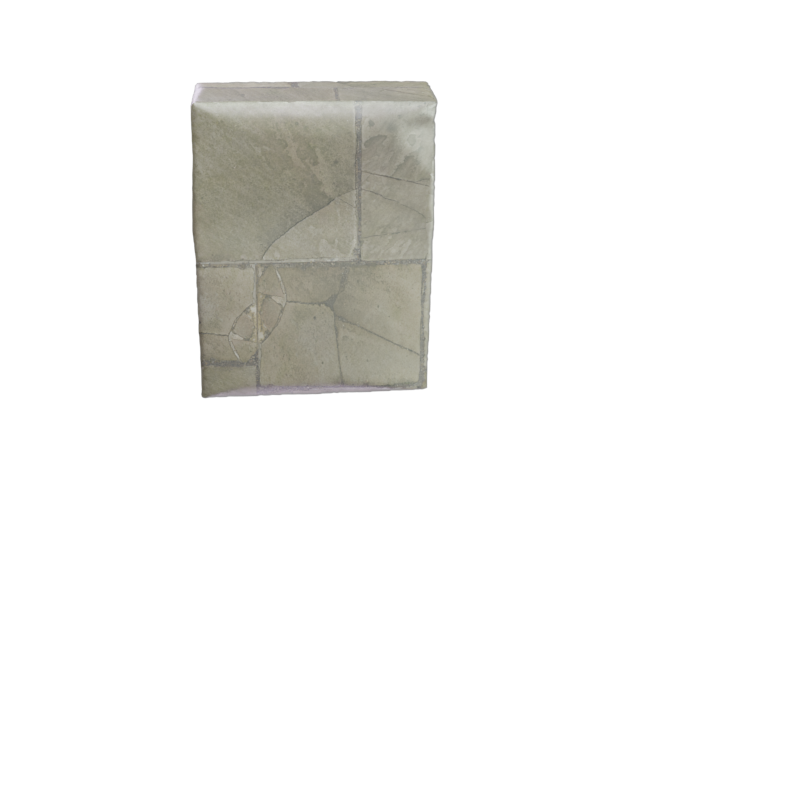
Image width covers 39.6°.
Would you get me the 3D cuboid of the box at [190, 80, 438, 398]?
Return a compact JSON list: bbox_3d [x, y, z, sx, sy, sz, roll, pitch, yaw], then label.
[{"bbox_3d":[-0.060,-0.110,0.773,0.163,0.204,0.076,0,22,-4],"label":"box"}]
